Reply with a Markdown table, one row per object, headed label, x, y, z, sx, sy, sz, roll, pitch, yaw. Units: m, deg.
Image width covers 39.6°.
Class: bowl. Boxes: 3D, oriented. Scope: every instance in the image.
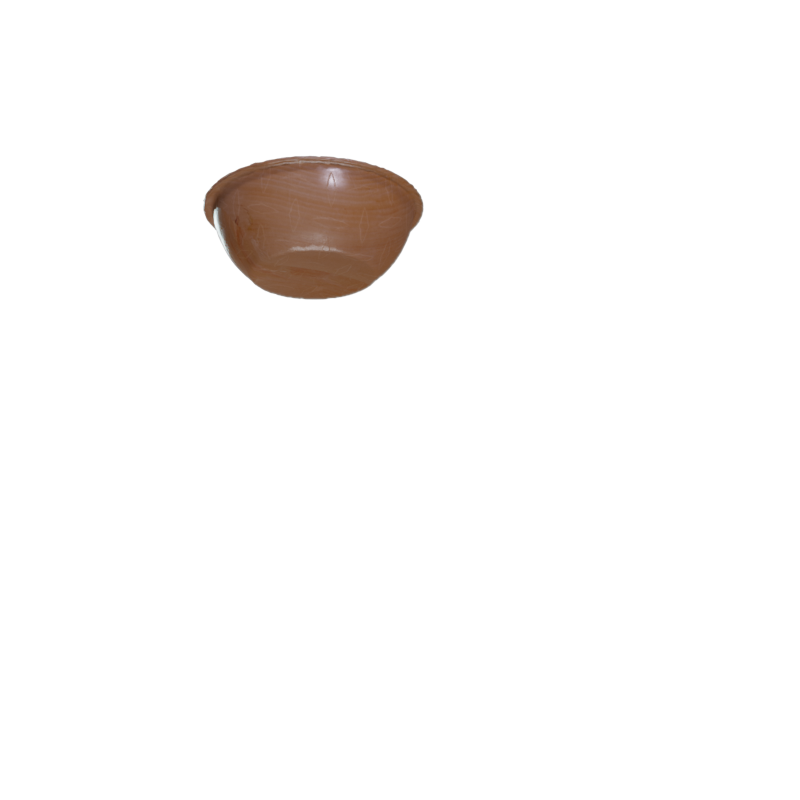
| label | x | y | z | sx | sy | sz | roll | pitch | yaw |
| --- | --- | --- | --- | --- | --- | --- | --- | --- | --- |
| bowl | -0.063 | -0.114 | 0.802 | 0.162 | 0.058 | 0.154 | 0 | -19 | -2 |
